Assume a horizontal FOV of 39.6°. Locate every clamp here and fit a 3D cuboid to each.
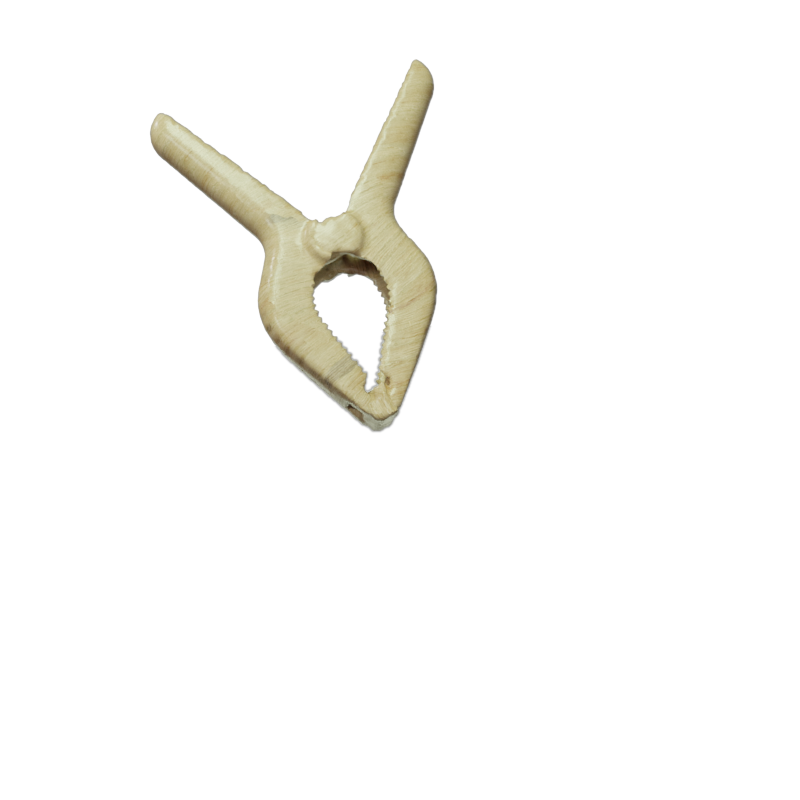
[{"bbox_3d":[-0.047,-0.086,0.599,0.164,0.222,0.035,-8,-22,-3],"label":"clamp"}]
